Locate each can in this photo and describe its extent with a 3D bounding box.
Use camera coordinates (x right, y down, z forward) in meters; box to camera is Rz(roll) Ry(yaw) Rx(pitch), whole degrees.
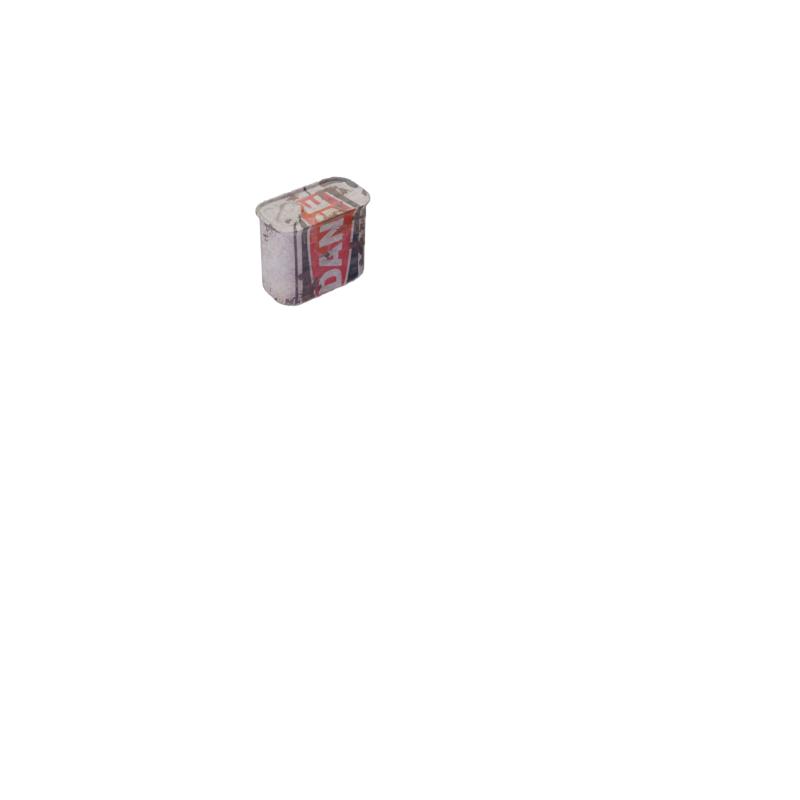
[{"bbox_3d":[-0.078,-0.143,0.999,0.101,0.078,0.062,-25,45,-29],"label":"can"}]
